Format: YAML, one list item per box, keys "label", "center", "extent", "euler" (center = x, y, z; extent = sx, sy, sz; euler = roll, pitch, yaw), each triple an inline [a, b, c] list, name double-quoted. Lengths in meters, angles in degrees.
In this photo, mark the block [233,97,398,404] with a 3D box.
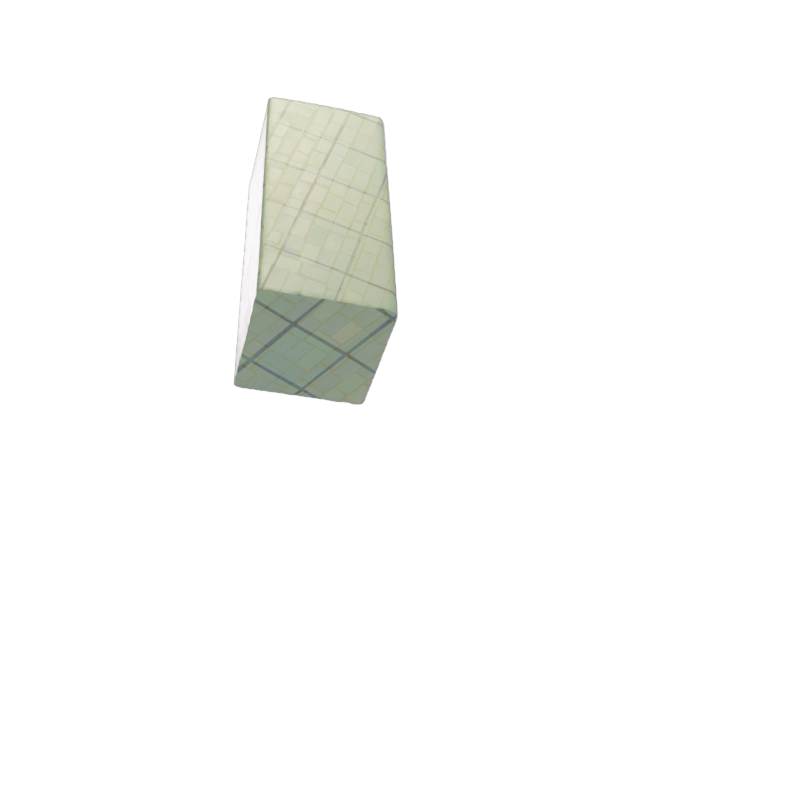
- label: "block"
  center: [-0.060, -0.110, 0.770]
  extent: [0.089, 0.221, 0.086]
  euler: [8, -46, -12]
